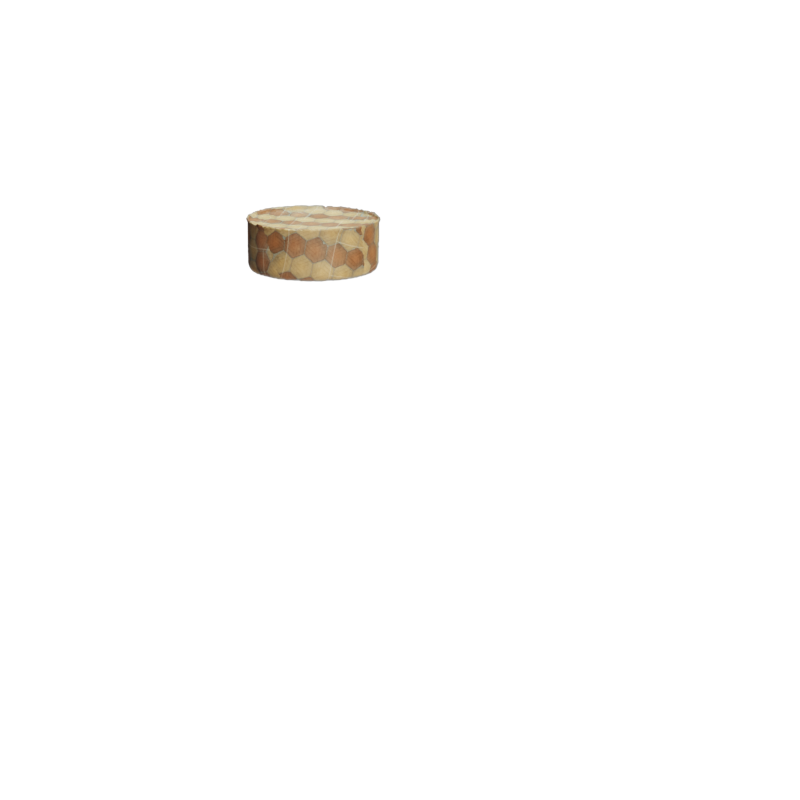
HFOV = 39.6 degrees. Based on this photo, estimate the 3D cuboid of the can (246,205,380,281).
[{"bbox_3d":[-0.056,-0.102,0.713,0.086,0.032,0.089,-1,18,-2],"label":"can"}]
